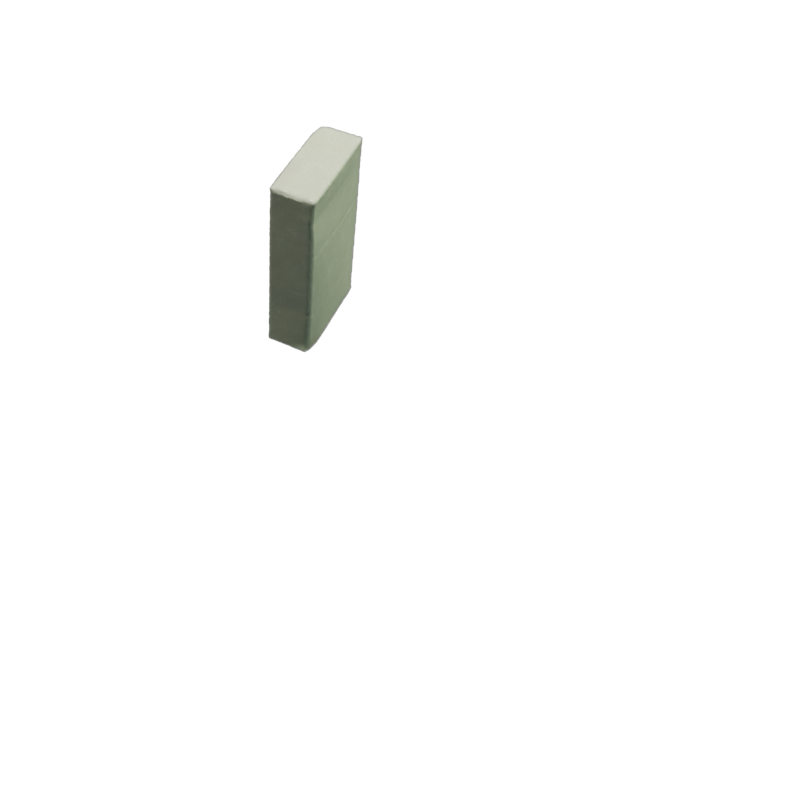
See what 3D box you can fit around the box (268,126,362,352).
[{"bbox_3d":[-0.072,-0.132,0.923,0.050,0.164,0.097,19,49,13],"label":"box"}]
